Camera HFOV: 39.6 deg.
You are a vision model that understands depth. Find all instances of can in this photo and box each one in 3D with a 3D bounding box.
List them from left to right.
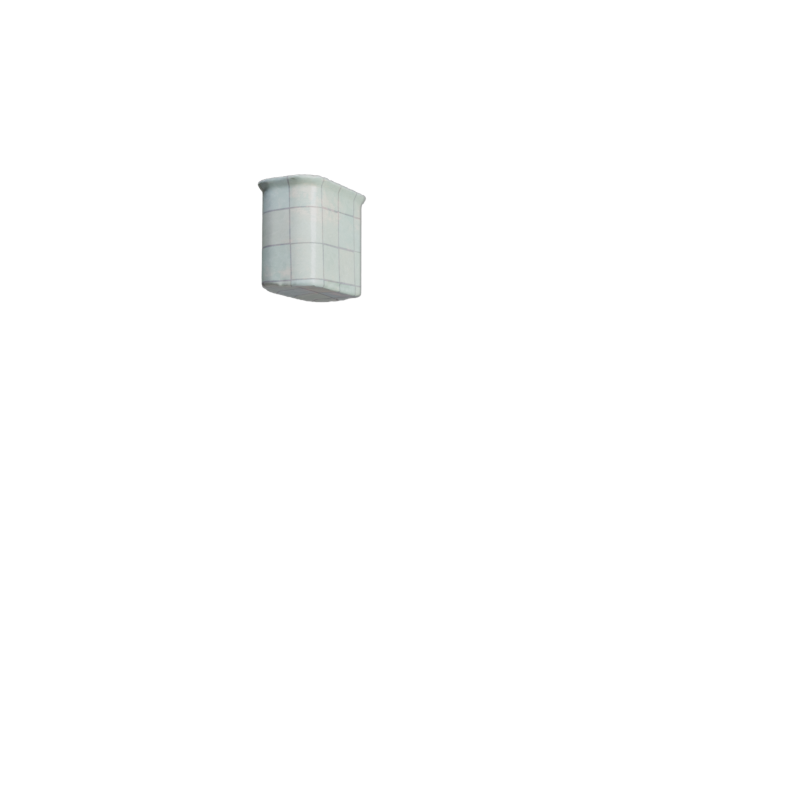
[{"bbox_3d":[-0.068,-0.124,0.869,0.059,0.086,0.097,-4,-7,25],"label":"can"}]
